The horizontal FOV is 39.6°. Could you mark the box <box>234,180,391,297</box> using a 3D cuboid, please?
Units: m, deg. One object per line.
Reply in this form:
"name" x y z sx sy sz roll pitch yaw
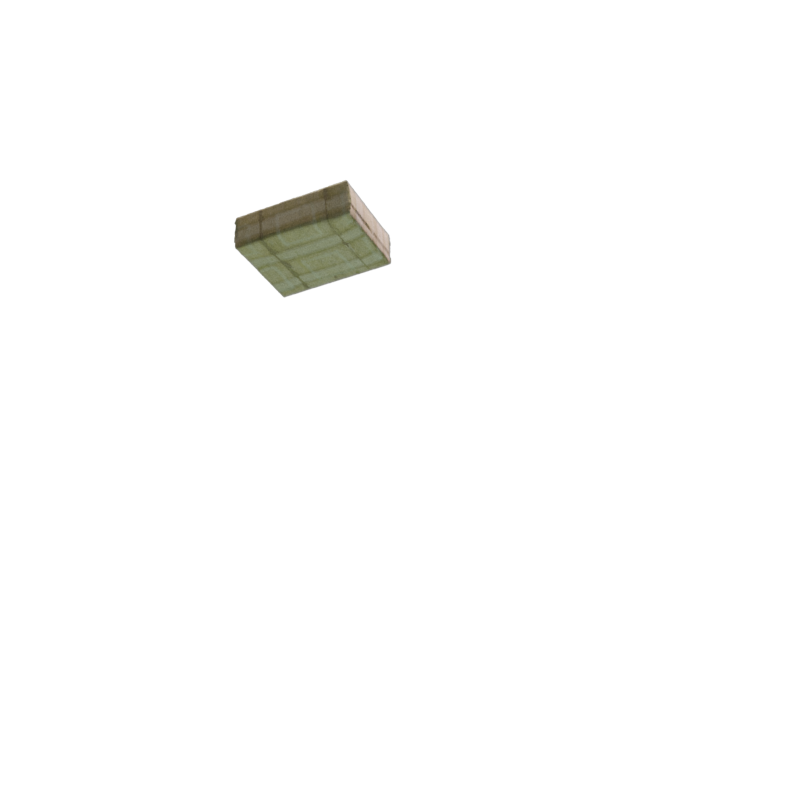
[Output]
"box" -0.077 -0.140 0.977 0.115 0.041 0.083 -13 -32 22
